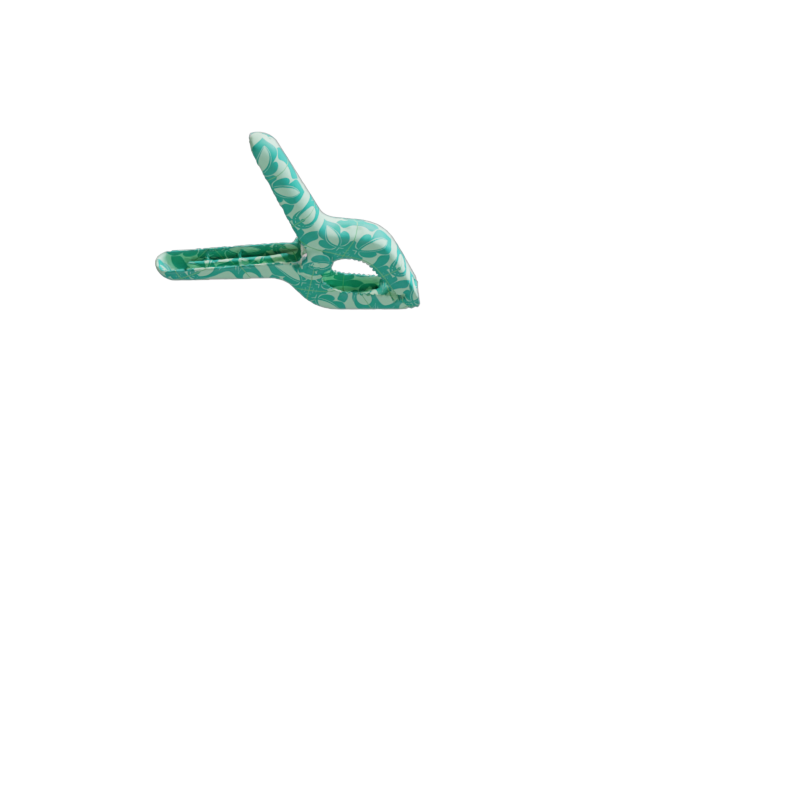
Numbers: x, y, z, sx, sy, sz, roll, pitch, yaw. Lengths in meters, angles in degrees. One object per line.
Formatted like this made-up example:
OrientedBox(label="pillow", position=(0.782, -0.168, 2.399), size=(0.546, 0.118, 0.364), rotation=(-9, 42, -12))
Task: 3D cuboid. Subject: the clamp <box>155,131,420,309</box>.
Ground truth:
OrientedBox(label="clamp", position=(-0.068, -0.124, 0.871), size=(0.203, 0.039, 0.159), rotation=(17, -42, -20))
